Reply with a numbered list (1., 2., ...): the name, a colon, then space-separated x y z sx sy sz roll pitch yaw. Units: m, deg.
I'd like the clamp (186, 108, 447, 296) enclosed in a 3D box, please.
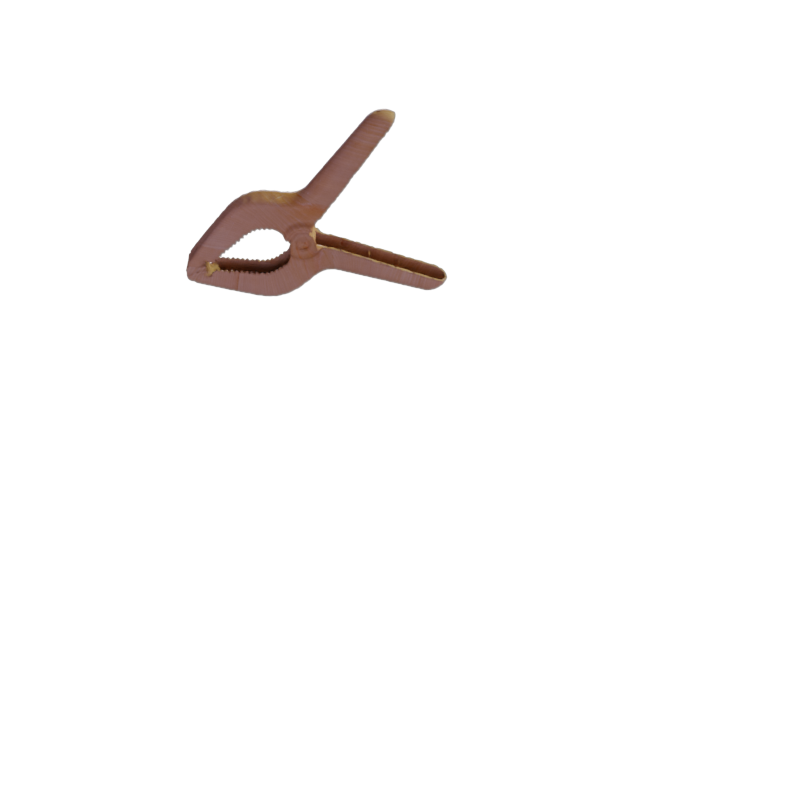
1. clamp: -0.071 -0.130 0.910 0.211 0.154 0.039 -21 27 11
